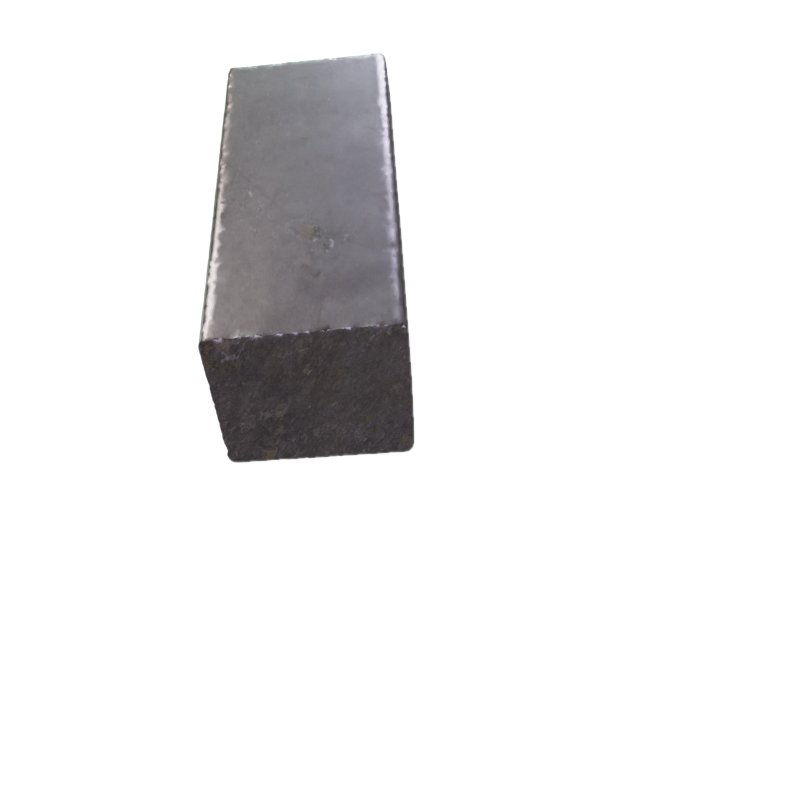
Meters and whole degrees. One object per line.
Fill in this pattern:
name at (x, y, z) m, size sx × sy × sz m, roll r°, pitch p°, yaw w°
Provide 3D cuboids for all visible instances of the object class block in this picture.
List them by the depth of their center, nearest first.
block at (-0.044, -0.081, 0.569) m, size 0.091 × 0.221 × 0.084 m, roll -5°, pitch -43°, yaw 2°
